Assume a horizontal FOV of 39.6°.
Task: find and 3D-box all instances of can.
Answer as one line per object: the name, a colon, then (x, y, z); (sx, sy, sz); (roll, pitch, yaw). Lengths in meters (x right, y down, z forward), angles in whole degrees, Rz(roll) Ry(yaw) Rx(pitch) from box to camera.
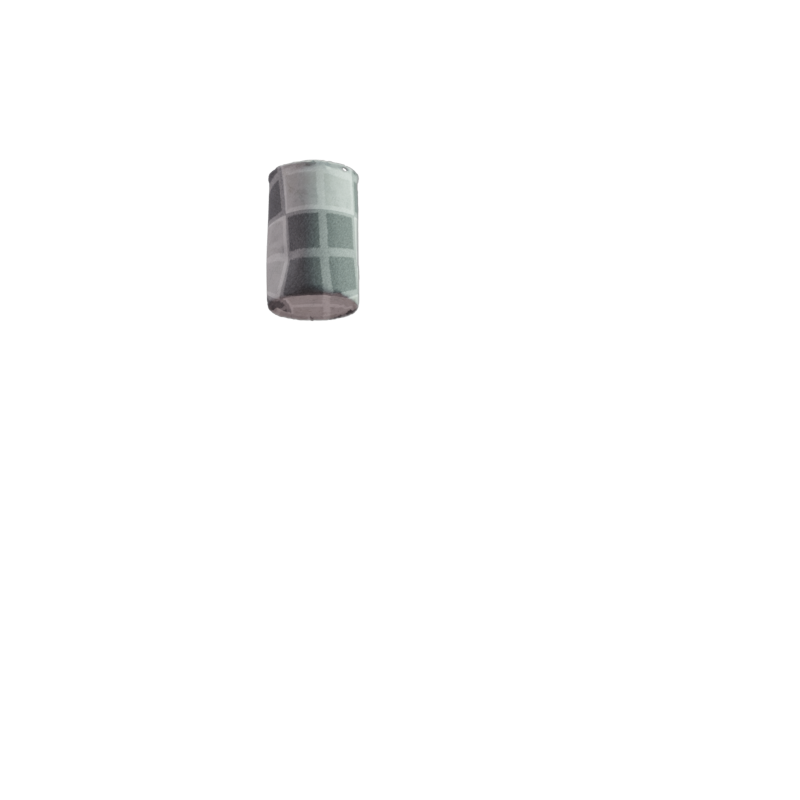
can: (-0.063, -0.116, 0.811); (0.068, 0.107, 0.066); (0, -18, -2)
